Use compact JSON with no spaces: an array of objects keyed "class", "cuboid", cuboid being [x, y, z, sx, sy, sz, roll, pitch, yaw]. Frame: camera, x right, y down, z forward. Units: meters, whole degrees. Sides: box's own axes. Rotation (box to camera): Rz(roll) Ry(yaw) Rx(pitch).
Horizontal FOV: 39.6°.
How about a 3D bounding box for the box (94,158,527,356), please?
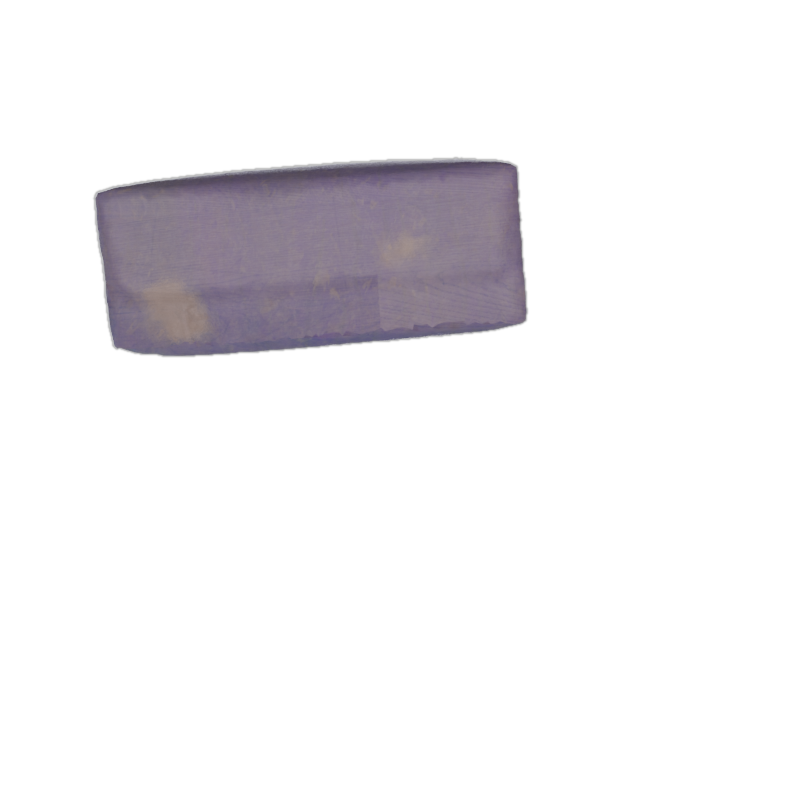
[{"class":"box","cuboid":[-0.041,-0.075,0.527,0.164,0.070,0.218,-5,11,-2]}]
